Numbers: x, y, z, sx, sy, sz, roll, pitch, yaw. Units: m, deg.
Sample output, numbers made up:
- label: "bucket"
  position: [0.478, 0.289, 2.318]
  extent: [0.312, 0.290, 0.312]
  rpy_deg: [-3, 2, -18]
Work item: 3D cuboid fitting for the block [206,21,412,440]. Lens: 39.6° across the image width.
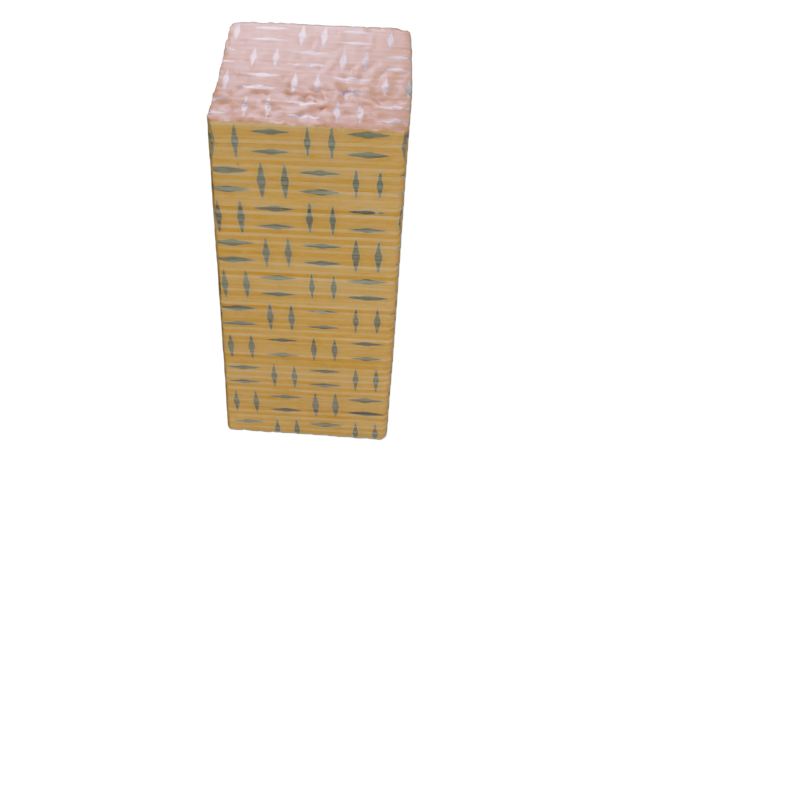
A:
- label: "block"
  position: [-0.045, -0.083, 0.577]
  extent: [0.091, 0.192, 0.096]
  rpy_deg: [4, 44, 0]
